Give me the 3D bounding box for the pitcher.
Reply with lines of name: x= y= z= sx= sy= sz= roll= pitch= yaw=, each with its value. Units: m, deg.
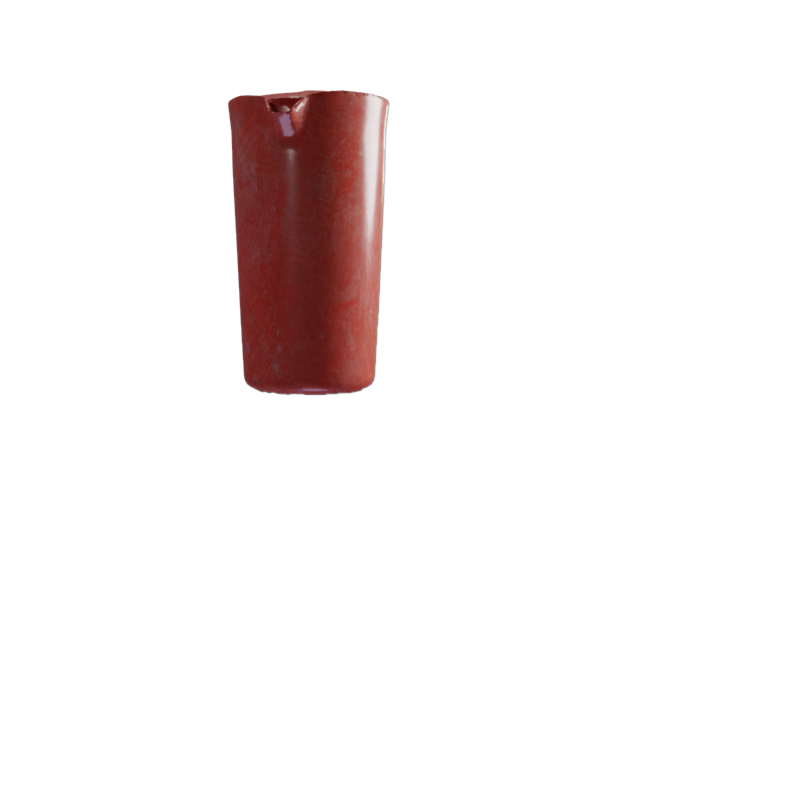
pitcher: x=-0.072 y=-0.132 z=0.922 sx=0.144 sy=0.244 sz=0.150 roll=0 pitch=1 yaw=-34
